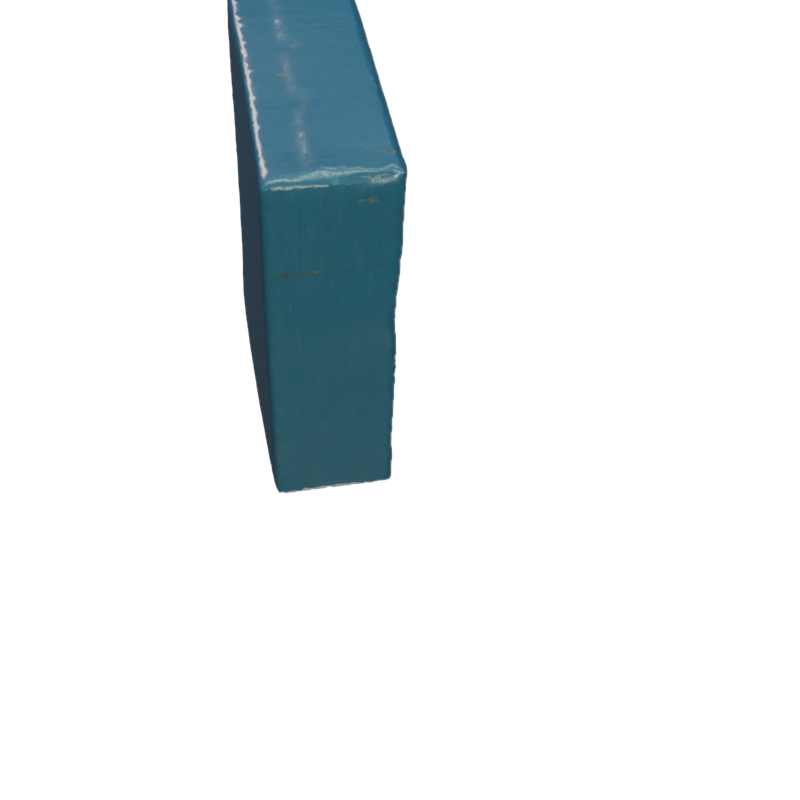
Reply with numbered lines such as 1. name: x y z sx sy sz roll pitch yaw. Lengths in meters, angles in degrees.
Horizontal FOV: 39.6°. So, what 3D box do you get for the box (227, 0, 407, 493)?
1. box: -0.045 -0.083 0.579 0.071 0.177 0.199 -6 -43 -9
